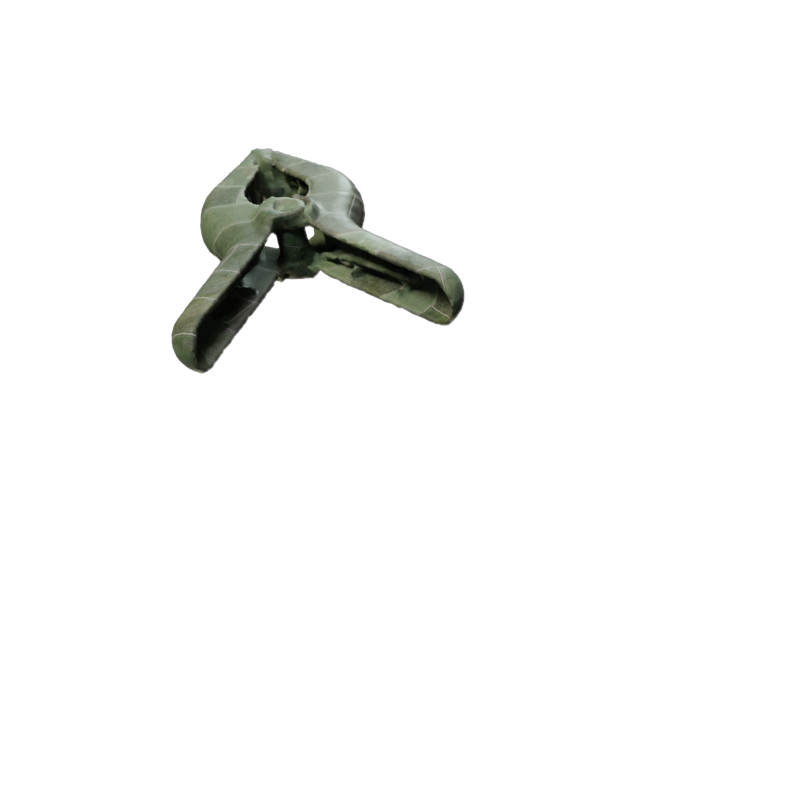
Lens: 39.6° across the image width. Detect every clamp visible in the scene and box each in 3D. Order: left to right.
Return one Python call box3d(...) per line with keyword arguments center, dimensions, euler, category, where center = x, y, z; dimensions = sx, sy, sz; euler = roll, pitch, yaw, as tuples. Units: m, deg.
box3d(center=(-0.040, -0.073, 0.510), dimensions=(0.120, 0.037, 0.184), euler=(-3, 36, -4), category="clamp")
